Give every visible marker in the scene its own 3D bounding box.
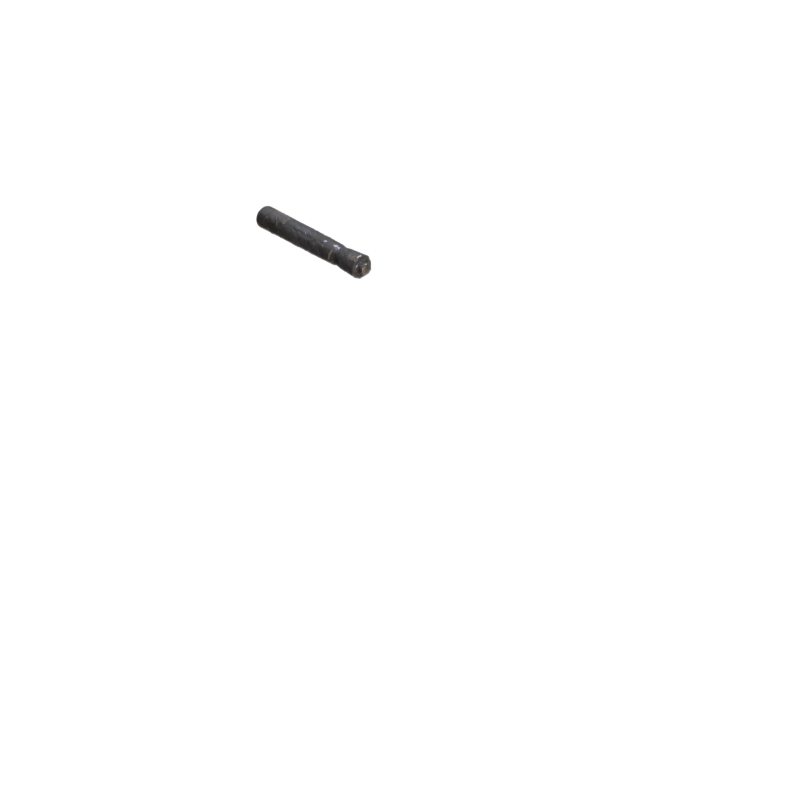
[{"bbox_3d":[-0.066,-0.121,0.844,0.019,0.019,0.129,-3,26,-44],"label":"marker"}]
